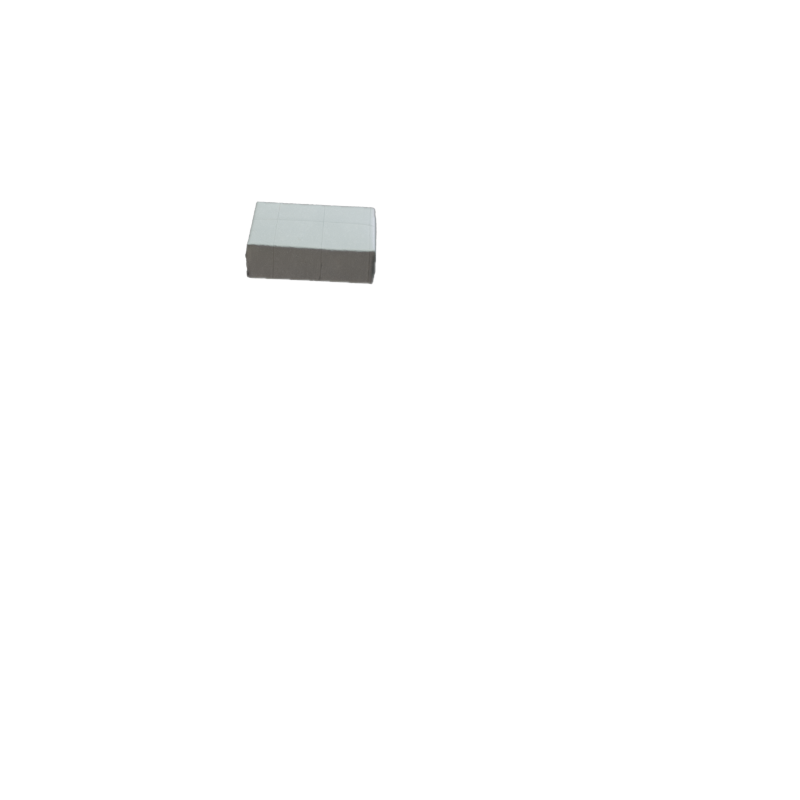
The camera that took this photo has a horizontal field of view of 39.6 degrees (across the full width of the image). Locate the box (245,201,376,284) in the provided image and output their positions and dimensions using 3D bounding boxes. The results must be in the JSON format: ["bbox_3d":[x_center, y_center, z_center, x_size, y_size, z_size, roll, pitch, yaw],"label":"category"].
[{"bbox_3d":[-0.077,-0.141,0.985,0.114,0.037,0.095,1,31,1],"label":"box"}]
